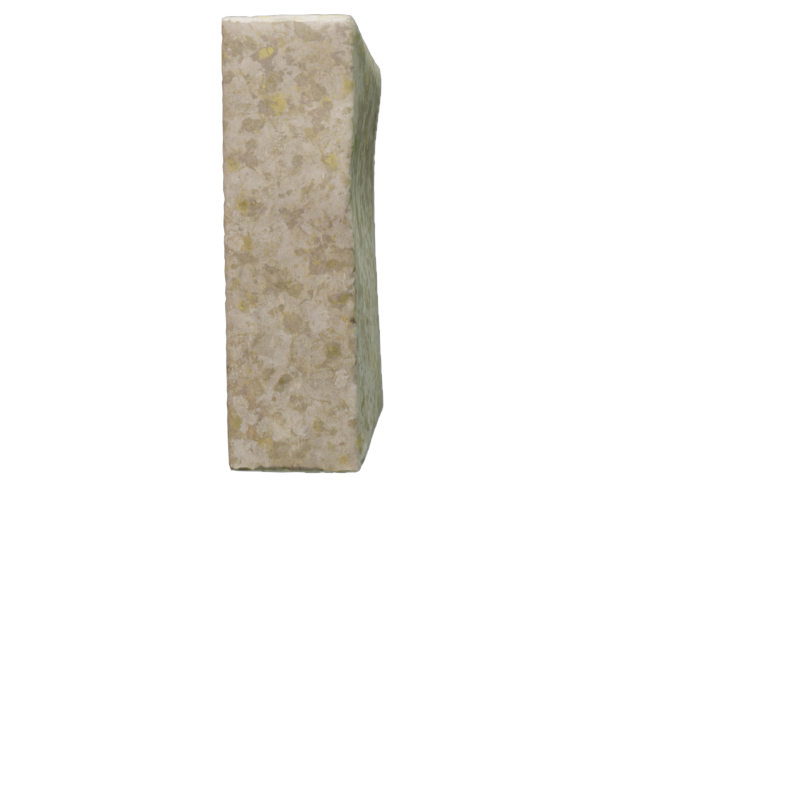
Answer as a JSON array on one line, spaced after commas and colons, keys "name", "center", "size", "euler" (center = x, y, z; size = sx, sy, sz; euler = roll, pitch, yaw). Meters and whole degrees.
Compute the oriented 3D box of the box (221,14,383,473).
[{"name": "box", "center": [-0.046, -0.084, 0.591], "size": [0.072, 0.213, 0.165], "euler": [0, 4, 3]}]
